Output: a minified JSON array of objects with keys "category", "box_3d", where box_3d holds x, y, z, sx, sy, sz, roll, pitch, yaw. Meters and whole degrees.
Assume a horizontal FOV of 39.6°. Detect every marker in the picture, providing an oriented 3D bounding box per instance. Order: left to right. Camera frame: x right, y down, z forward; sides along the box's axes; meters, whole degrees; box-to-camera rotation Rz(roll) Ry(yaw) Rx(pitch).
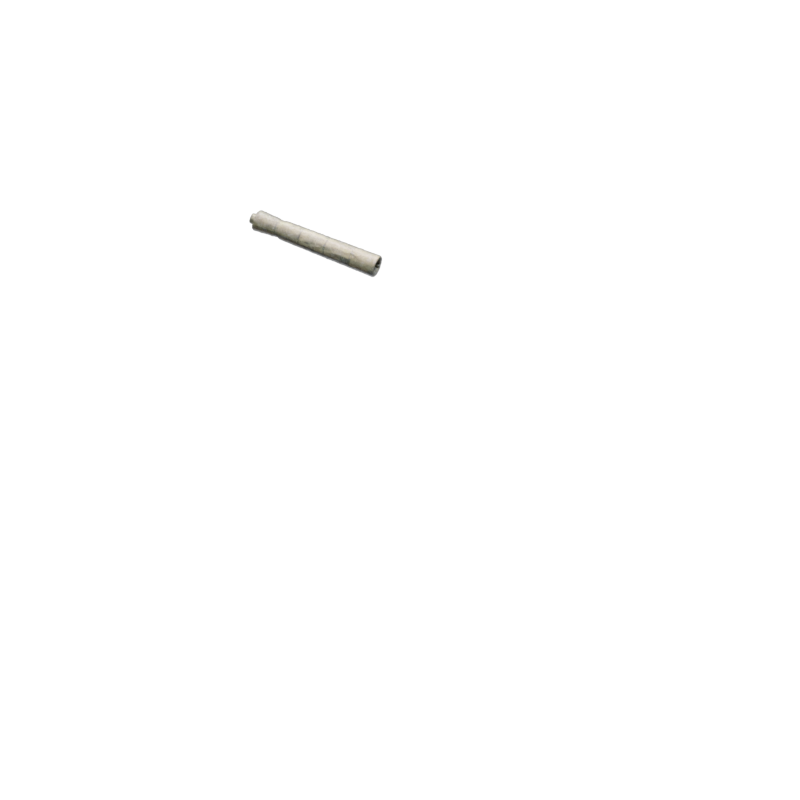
[{"category":"marker","box_3d":[-0.073,-0.134,0.937,0.126,0.019,0.019,23,11,19]}]
